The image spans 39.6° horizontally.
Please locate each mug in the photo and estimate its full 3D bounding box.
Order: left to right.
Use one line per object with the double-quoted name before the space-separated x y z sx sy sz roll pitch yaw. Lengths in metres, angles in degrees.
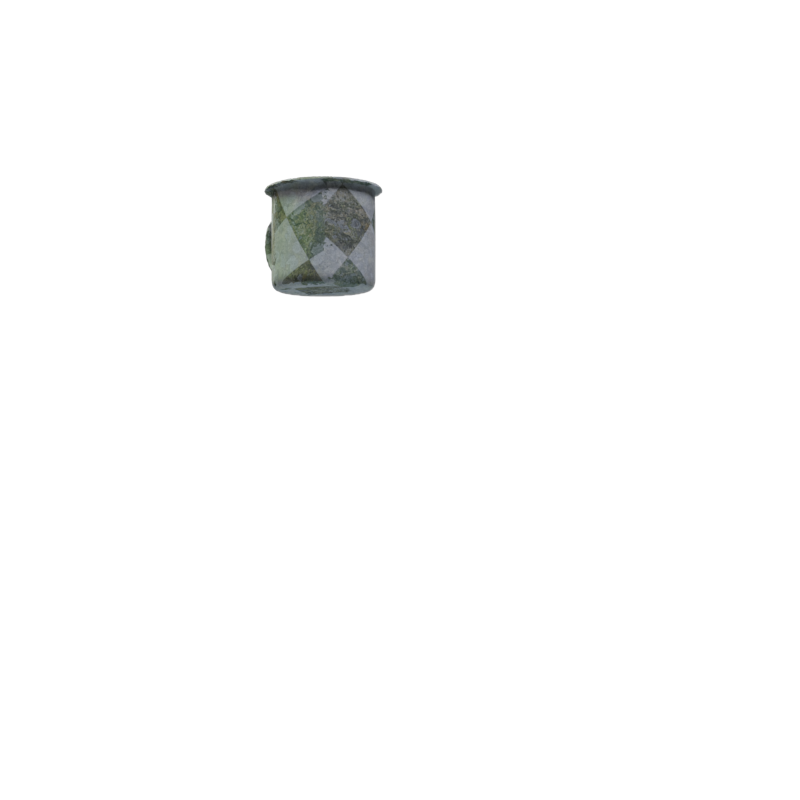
"mug" -0.069 -0.126 0.881 0.089 0.083 0.121 5 -7 -44
